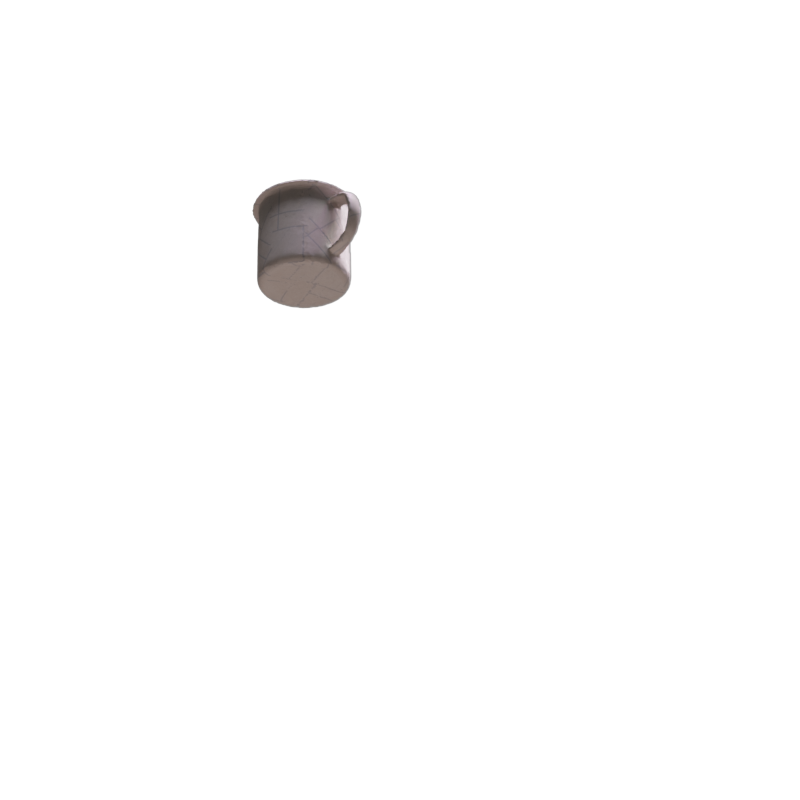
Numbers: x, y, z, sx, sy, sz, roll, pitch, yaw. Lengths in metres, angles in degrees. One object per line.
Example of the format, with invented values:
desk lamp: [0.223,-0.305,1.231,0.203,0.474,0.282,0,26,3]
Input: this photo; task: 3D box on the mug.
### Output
mug: [-0.076,-0.138,0.967,0.087,0.087,0.117,26,-39,-38]
